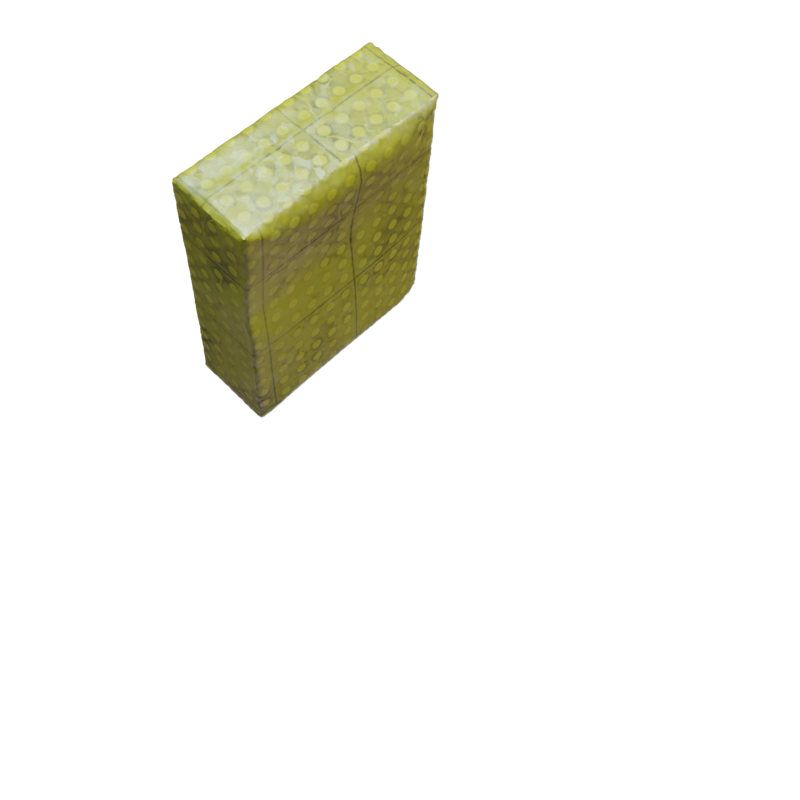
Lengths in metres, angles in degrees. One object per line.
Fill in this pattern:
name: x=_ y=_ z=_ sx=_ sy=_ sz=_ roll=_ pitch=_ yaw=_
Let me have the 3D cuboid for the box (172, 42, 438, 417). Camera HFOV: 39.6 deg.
box: x=-0.058 y=-0.105 z=0.735 sx=0.166 sy=0.076 sz=0.201 roll=-42 pitch=-20 yaw=-24
